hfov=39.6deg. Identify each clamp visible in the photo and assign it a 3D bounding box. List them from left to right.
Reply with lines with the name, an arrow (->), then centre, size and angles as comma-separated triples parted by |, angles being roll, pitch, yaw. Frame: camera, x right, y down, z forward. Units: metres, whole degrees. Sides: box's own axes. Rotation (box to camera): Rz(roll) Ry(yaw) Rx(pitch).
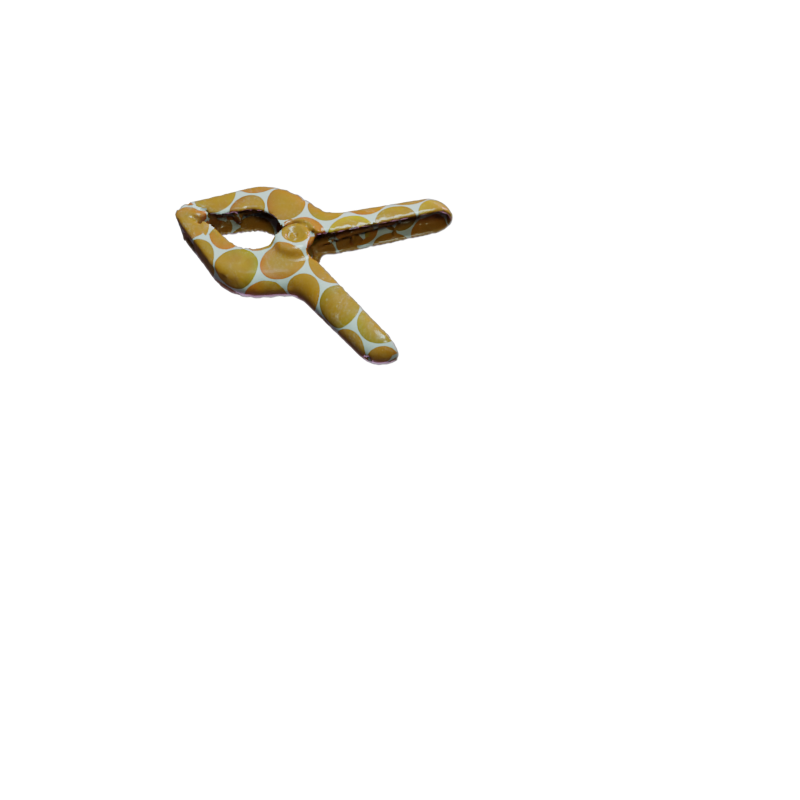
clamp -> -0.054, -0.099, 0.694 | 0.178, 0.124, 0.037 | 24, -35, 18
